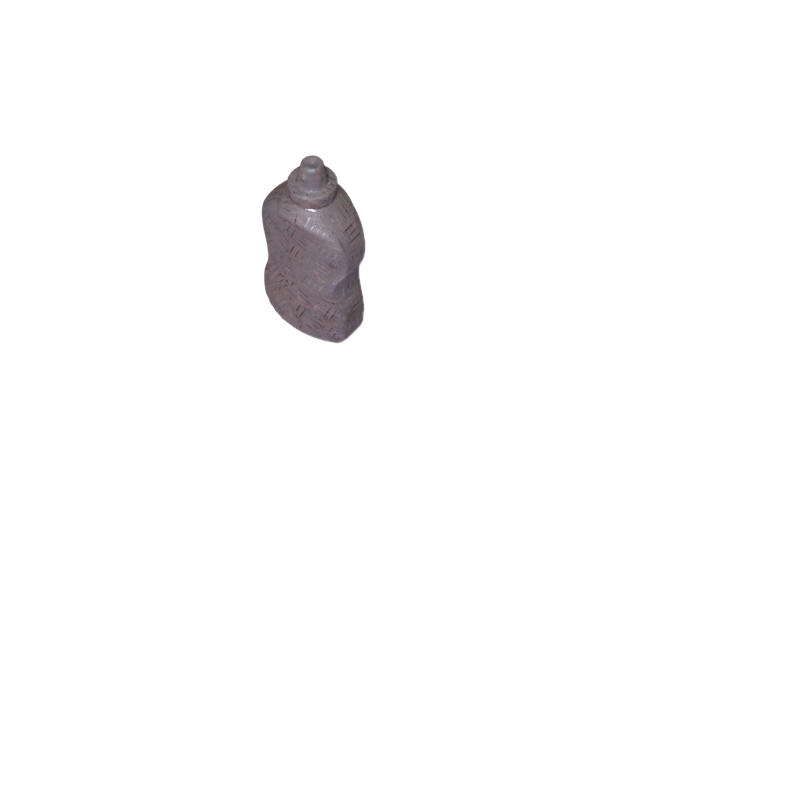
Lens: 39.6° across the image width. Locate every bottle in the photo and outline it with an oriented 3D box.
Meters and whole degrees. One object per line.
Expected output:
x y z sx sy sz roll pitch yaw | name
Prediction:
-0.074 -0.134 0.941 0.101 0.179 0.059 37 60 21 | bottle
